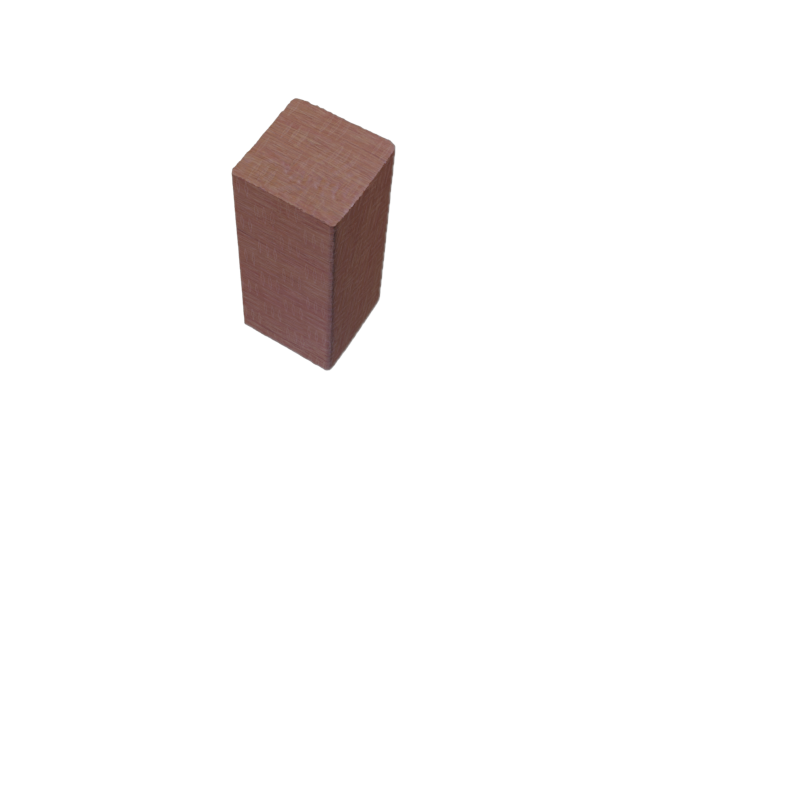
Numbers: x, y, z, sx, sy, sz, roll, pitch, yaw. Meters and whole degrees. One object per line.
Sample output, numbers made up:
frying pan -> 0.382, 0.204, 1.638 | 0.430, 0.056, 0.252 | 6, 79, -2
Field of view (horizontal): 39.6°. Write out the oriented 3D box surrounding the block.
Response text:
block -> -0.068, -0.125, 0.876 | 0.094, 0.093, 0.193 | 29, -28, 13
